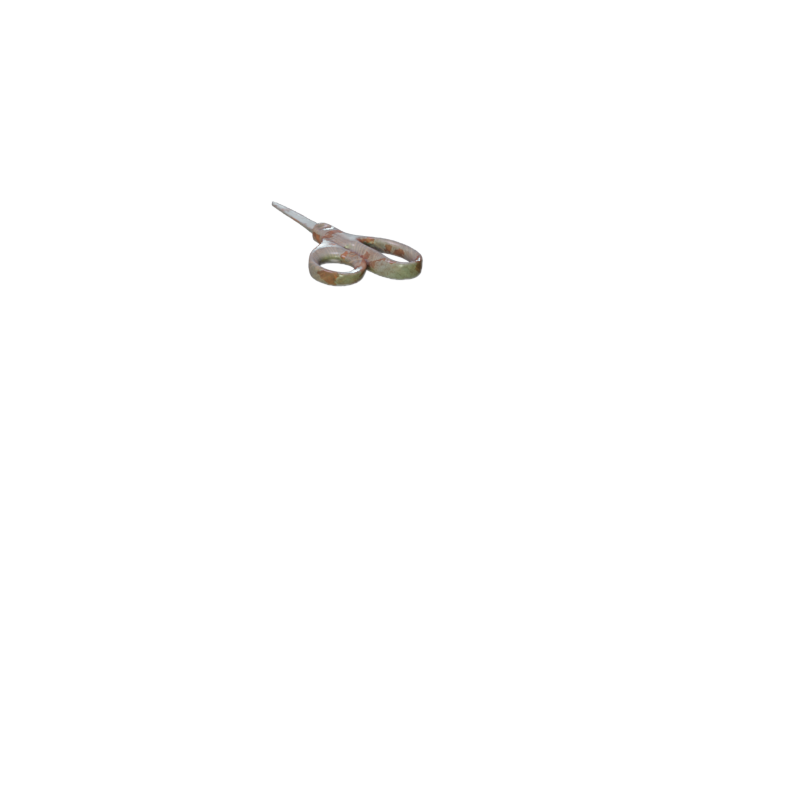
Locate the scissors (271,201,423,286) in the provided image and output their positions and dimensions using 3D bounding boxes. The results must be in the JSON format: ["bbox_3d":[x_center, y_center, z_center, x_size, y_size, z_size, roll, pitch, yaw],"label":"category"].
[{"bbox_3d":[-0.071,-0.129,0.906,0.095,0.015,0.215,-24,35,-39],"label":"scissors"}]
